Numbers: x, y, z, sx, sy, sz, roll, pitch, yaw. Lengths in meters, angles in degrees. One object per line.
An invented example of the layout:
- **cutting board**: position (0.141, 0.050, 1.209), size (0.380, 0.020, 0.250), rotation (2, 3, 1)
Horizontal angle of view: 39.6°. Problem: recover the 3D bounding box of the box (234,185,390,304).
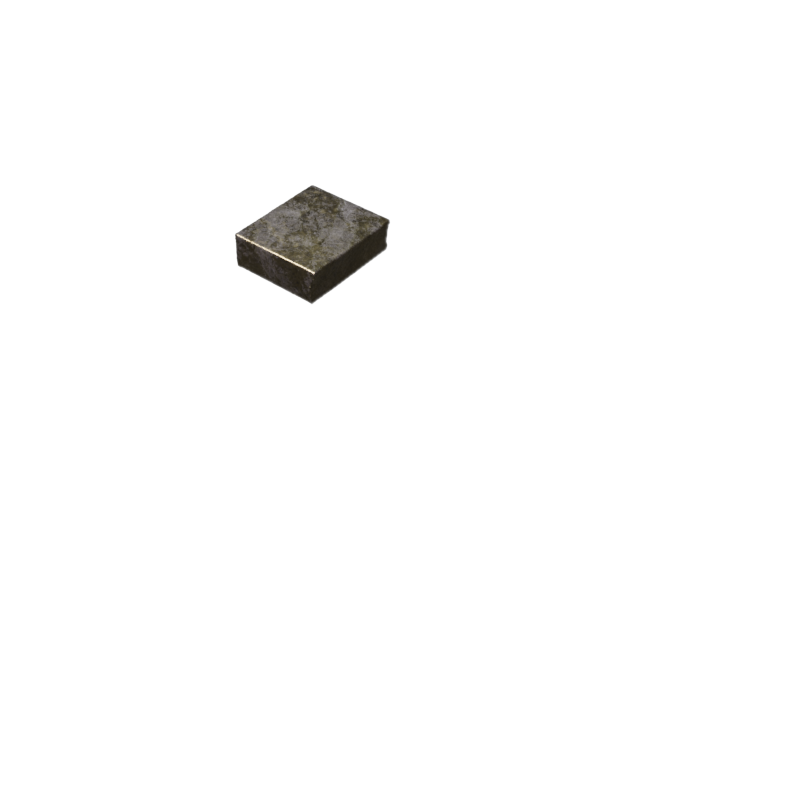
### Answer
- **box**: position (-0.077, -0.141, 0.986), size (0.095, 0.036, 0.115), rotation (26, 47, 26)
